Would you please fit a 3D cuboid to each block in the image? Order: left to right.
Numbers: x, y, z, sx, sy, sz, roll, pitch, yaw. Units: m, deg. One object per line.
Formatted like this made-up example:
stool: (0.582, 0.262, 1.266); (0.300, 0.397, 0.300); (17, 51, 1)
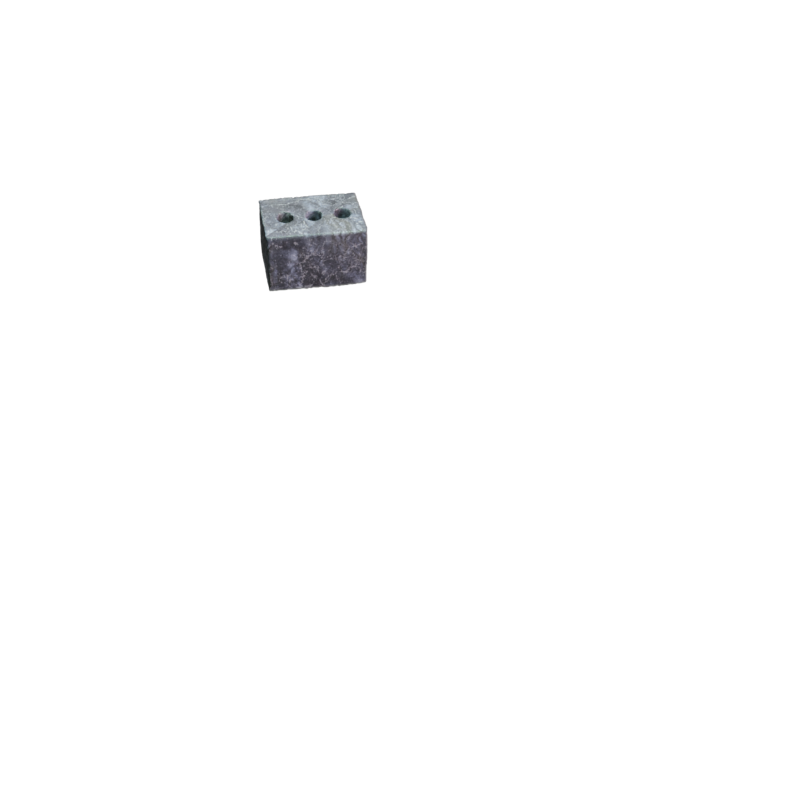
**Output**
block: (-0.066, -0.121, 0.847); (0.077, 0.048, 0.057); (-6, 40, -8)
